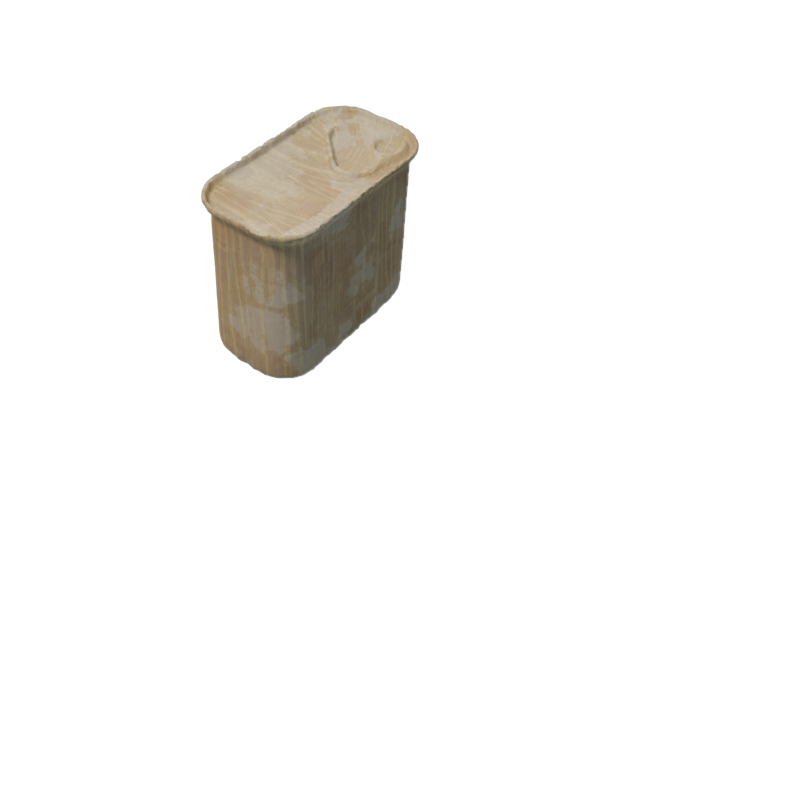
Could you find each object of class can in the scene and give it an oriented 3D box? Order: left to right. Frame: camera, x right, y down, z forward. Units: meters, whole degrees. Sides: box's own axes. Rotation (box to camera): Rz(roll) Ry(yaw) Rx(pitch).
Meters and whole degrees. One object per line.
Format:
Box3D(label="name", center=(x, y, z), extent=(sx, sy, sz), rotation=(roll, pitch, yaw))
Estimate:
Box3D(label="can", center=(-0.039, -0.072, 0.500), extent=(0.061, 0.078, 0.103), rotation=(27, 48, 24))
